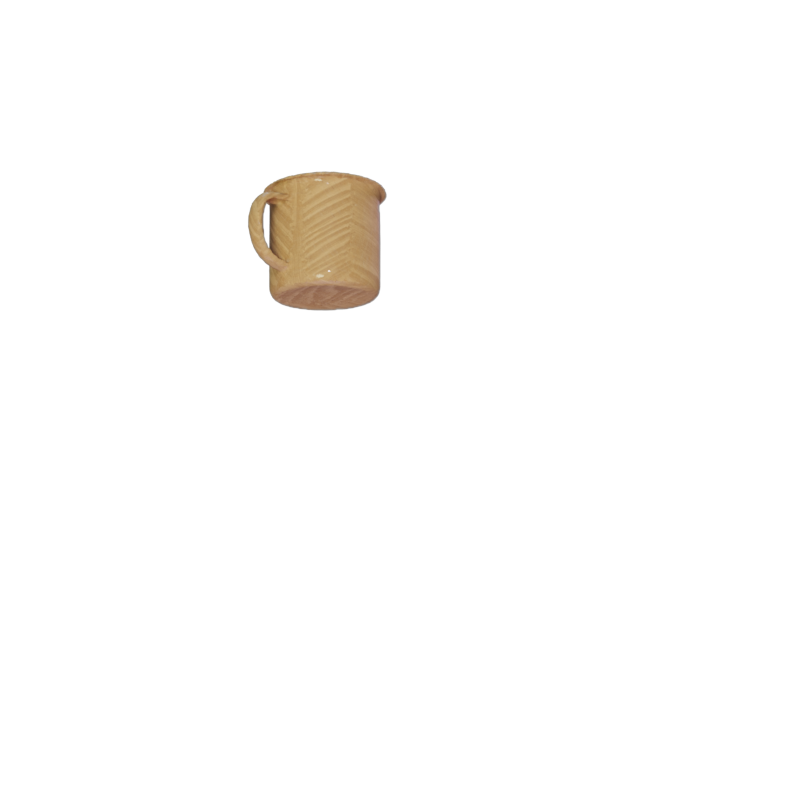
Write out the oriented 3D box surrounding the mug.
[{"bbox_3d":[-0.064,-0.116,0.812,0.095,0.085,0.111,-13,-18,40],"label":"mug"}]
